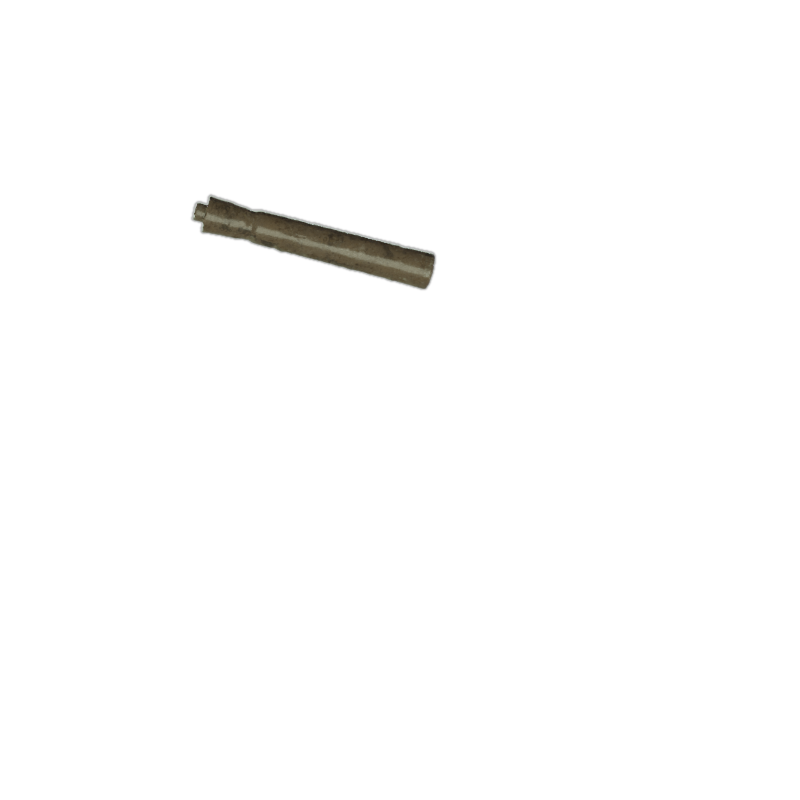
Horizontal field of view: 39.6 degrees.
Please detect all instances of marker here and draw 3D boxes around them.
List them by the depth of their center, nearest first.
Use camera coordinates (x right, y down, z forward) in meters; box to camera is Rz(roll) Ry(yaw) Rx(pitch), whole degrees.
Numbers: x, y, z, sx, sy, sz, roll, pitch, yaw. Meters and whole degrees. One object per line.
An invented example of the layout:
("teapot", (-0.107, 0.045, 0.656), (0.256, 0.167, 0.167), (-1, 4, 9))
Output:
("marker", (-0.043, -0.078, 0.549), (0.120, 0.020, 0.020), (14, 2, -4))
